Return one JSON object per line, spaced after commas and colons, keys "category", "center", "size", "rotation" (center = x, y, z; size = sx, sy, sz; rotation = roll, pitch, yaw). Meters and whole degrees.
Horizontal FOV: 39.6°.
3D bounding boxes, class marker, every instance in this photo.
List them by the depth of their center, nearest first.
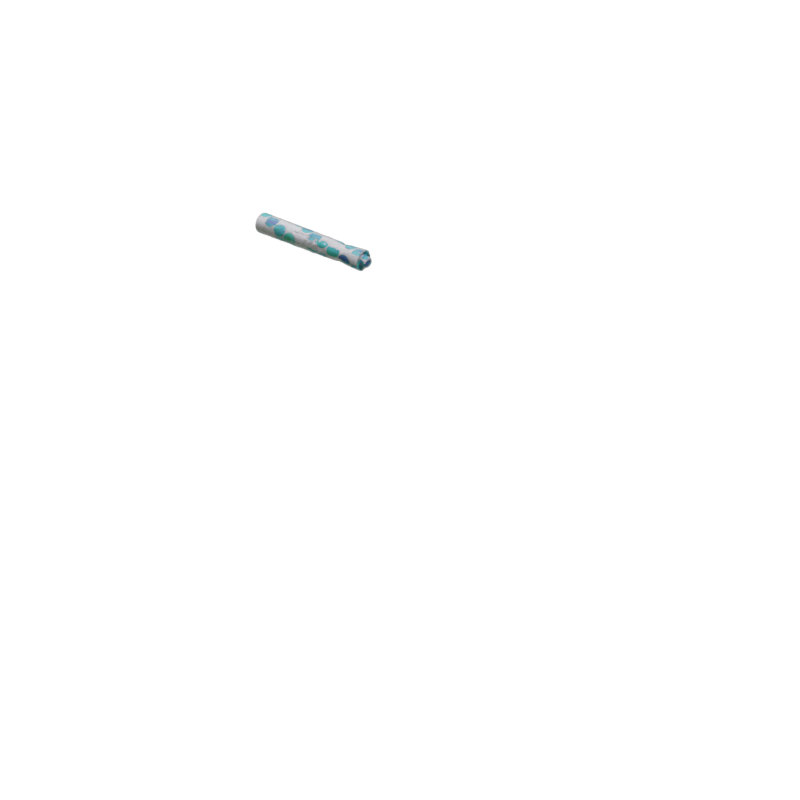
{"category": "marker", "center": [-0.075, -0.137, 0.959], "size": [0.128, 0.019, 0.019], "rotation": [25, 17, 33]}
